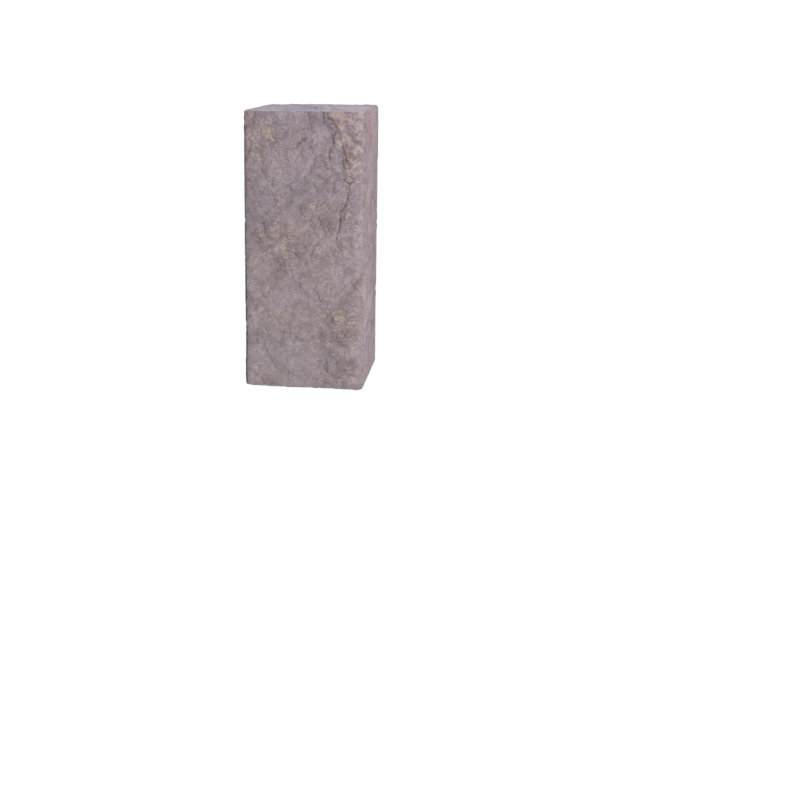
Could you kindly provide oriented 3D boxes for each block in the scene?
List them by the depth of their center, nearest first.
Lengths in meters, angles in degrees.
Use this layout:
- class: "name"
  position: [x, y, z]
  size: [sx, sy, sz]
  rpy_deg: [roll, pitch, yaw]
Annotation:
- class: "block"
  position: [-0.066, -0.121, 0.850]
  size: [0.091, 0.201, 0.092]
  rpy_deg: [2, 11, 8]
